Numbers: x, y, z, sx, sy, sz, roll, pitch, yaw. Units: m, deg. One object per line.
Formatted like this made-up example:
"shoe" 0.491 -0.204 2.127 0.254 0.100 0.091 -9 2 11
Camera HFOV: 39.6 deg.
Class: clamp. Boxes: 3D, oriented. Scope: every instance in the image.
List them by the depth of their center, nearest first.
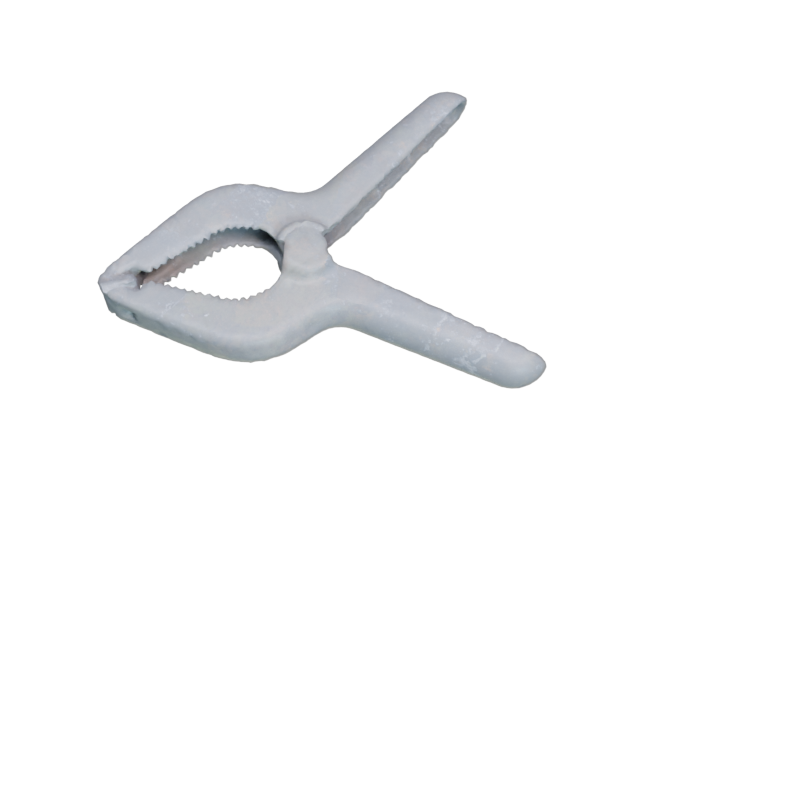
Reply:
"clamp" -0.043 -0.079 0.554 0.209 0.175 0.034 -4 -26 -2
